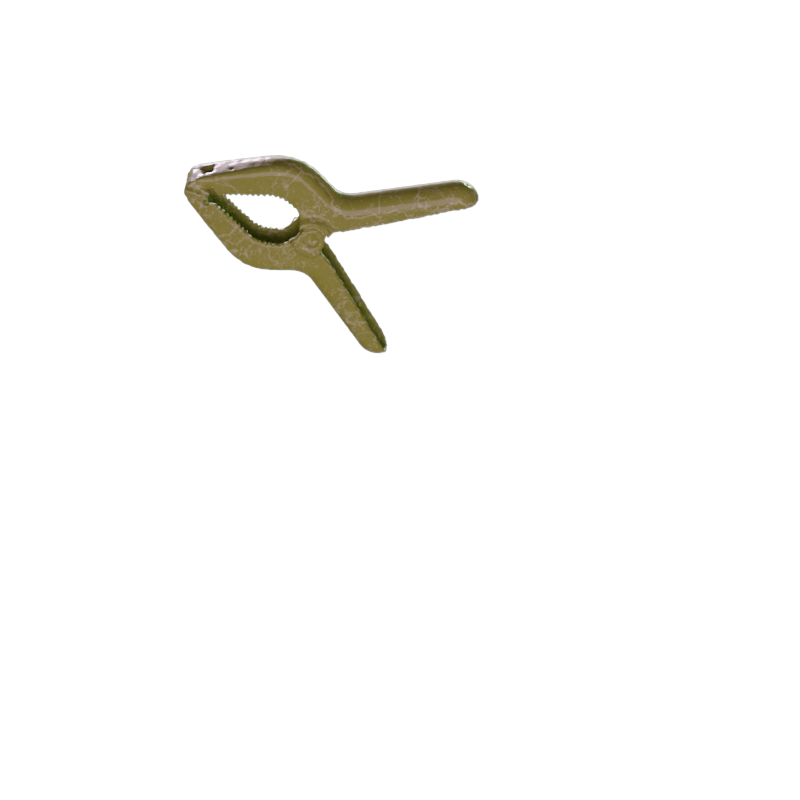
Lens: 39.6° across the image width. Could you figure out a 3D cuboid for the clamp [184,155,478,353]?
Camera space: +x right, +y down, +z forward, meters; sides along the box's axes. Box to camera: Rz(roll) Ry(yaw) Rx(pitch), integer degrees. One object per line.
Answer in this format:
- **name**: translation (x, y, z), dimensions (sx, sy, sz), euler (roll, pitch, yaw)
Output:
- **clamp**: translation (-0.066, -0.120, 0.843), dimensions (0.206, 0.157, 0.039), euler (16, 31, -10)
